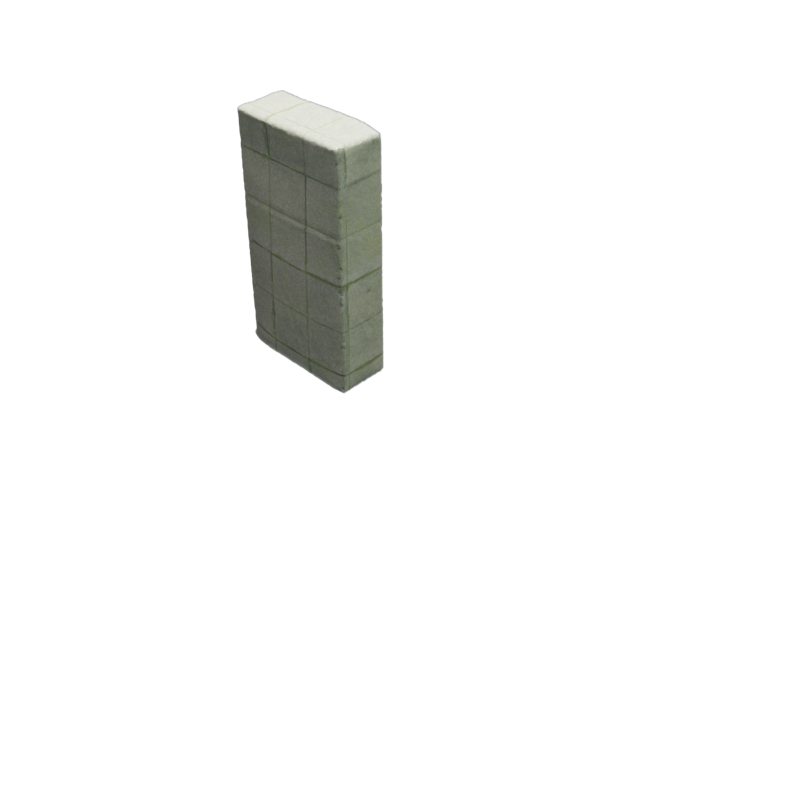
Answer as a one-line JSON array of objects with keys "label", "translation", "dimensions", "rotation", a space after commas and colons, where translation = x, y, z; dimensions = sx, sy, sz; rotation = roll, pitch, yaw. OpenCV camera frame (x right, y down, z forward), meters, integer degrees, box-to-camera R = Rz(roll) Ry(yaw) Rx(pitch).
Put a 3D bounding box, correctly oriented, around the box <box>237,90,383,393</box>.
[{"label": "box", "translation": [-0.055, -0.102, 0.711], "dimensions": [0.048, 0.166, 0.100], "rotation": [-25, 41, -37]}]
